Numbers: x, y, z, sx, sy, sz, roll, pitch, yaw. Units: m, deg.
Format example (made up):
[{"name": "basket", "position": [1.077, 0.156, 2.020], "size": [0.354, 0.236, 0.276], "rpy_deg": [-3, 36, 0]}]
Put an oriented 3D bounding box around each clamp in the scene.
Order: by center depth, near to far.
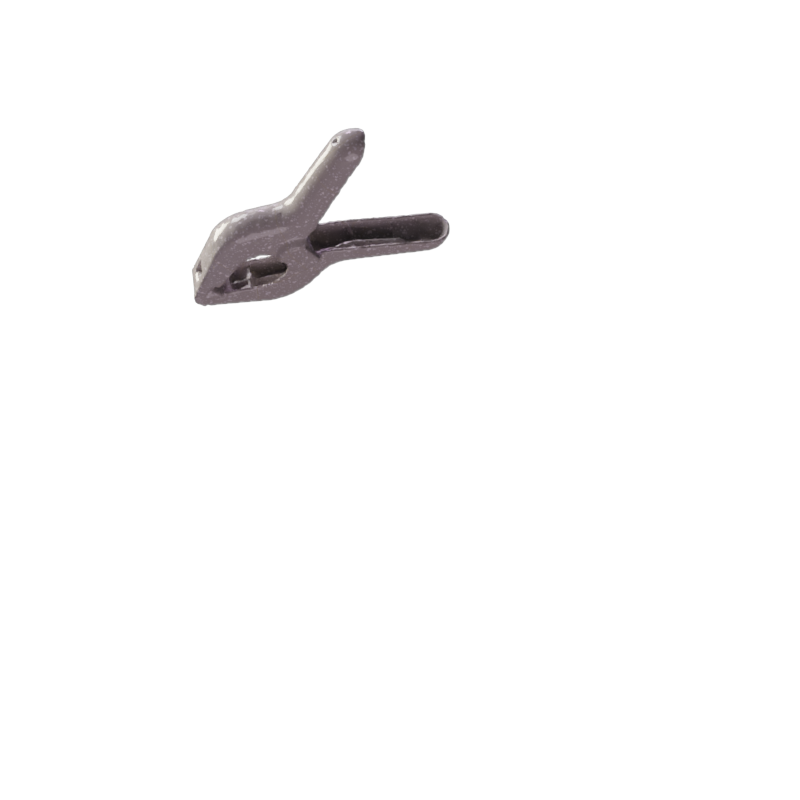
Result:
[{"name": "clamp", "position": [-0.056, -0.102, 0.718], "size": [0.171, 0.042, 0.112], "rpy_deg": [-26, -44, 31]}]
